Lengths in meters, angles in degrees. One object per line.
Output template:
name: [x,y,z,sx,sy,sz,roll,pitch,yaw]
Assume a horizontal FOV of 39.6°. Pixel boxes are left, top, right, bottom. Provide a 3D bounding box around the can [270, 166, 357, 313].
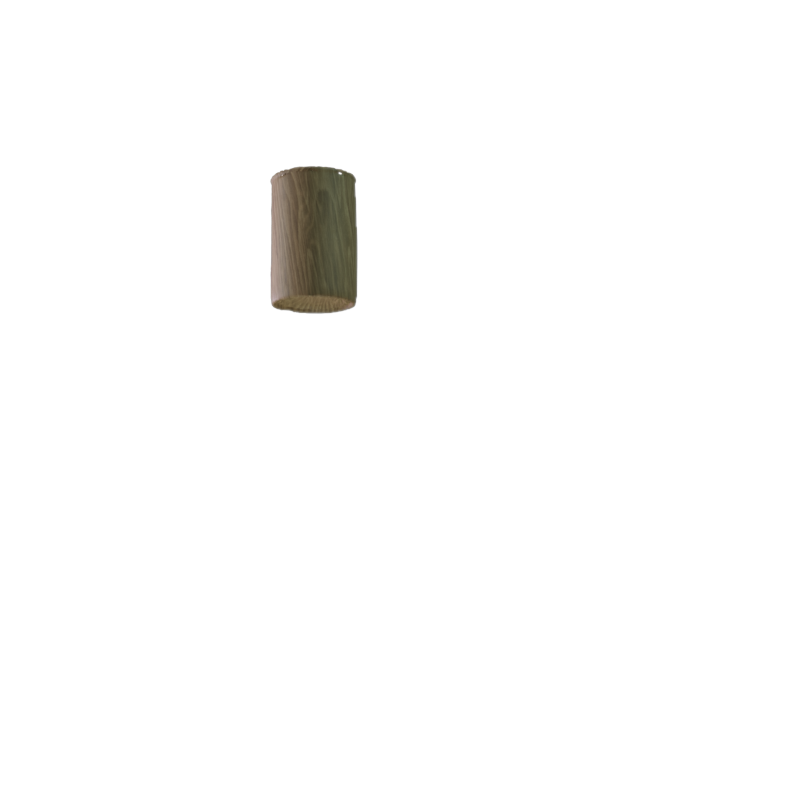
can: [-0.068,-0.124,0.865,0.068,0.106,0.066,0,-13,-2]
